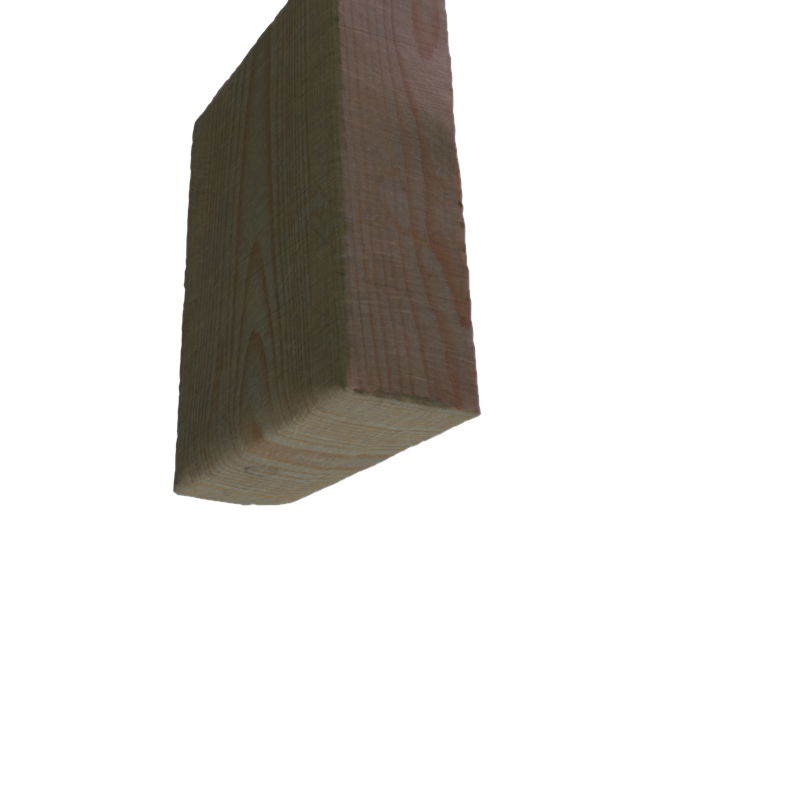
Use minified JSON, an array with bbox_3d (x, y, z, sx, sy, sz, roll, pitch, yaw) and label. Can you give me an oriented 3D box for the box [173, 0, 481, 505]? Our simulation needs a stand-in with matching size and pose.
[{"bbox_3d":[-0.041,-0.074,0.519,0.069,0.226,0.162,14,-29,-29],"label":"box"}]
